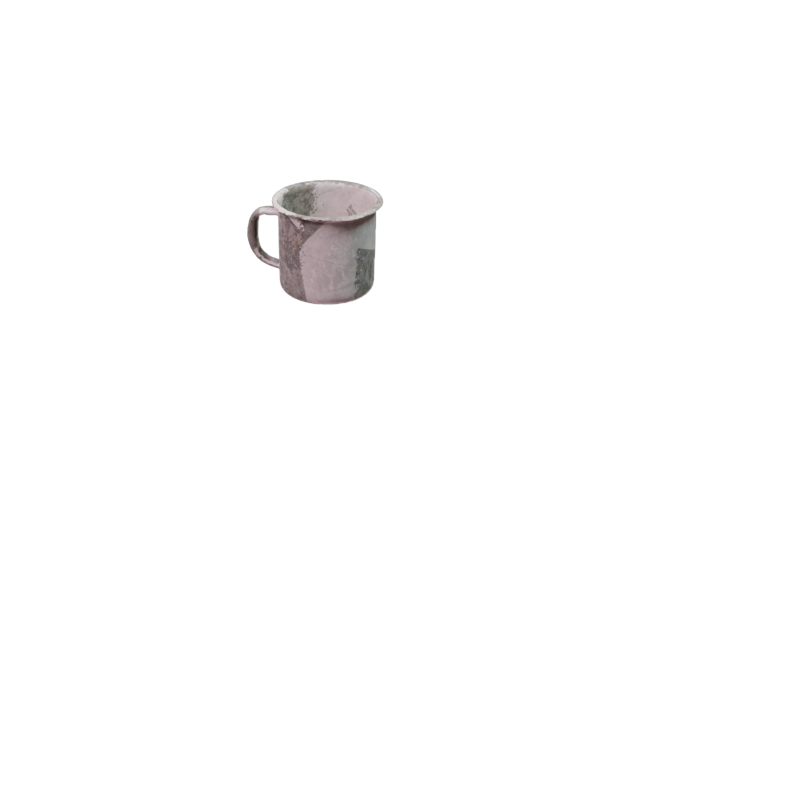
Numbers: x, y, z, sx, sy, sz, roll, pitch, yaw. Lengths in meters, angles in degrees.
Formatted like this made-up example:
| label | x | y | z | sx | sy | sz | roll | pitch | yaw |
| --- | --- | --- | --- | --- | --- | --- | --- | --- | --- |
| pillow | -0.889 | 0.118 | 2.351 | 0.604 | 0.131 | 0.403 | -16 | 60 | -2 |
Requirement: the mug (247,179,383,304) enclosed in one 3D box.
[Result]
| label | x | y | z | sx | sy | sz | roll | pitch | yaw |
| --- | --- | --- | --- | --- | --- | --- | --- | --- | --- |
| mug | -0.074 | -0.134 | 0.942 | 0.119 | 0.077 | 0.097 | 6 | 28 | 10 |
